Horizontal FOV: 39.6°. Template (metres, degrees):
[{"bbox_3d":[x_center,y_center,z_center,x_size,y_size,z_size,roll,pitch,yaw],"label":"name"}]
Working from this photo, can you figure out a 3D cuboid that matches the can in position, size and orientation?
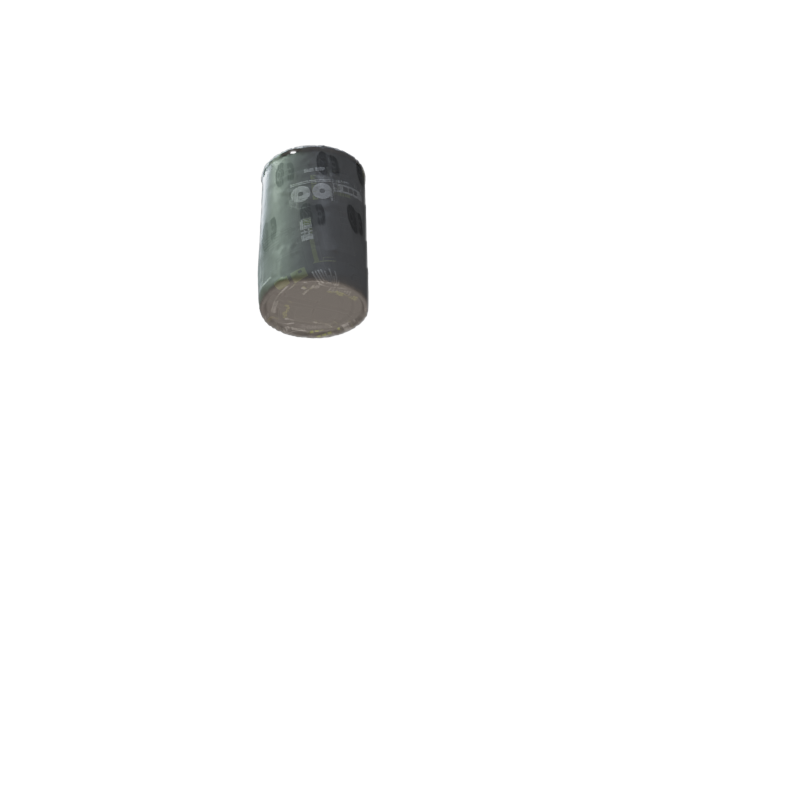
[{"bbox_3d":[-0.054,-0.099,0.690,0.068,0.109,0.064,-1,-32,-2],"label":"can"}]
